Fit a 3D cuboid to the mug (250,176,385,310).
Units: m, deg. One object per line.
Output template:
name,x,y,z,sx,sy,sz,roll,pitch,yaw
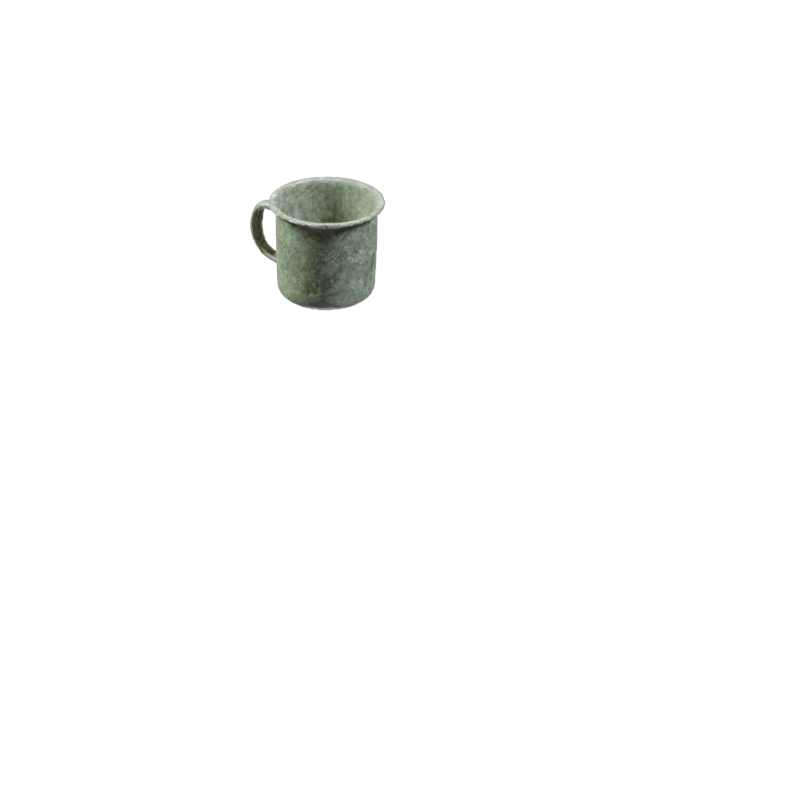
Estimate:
mug,-0.071,-0.129,0.906,0.122,0.077,0.095,14,34,21
